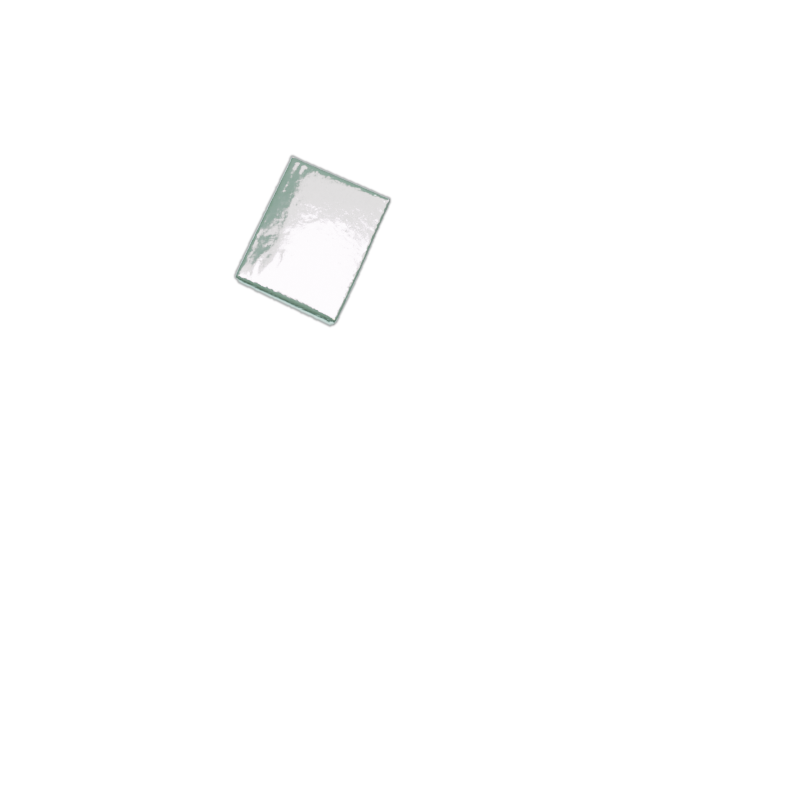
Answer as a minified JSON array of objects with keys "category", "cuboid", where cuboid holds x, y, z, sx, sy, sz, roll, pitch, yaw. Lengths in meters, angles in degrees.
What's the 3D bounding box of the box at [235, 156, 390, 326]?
[{"category":"box","cuboid":[-0.071,-0.129,0.907,0.091,0.115,0.038,24,-10,3]}]
